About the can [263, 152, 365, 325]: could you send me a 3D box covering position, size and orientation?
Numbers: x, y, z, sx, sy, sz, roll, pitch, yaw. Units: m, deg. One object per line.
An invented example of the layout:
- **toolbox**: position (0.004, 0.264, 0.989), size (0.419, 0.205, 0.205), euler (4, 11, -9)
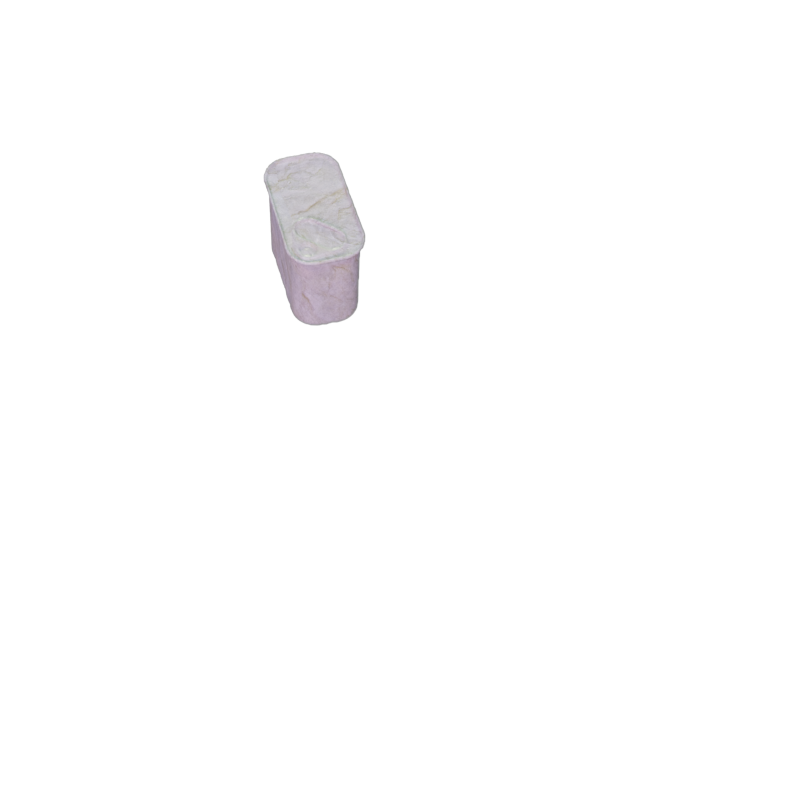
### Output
- **can**: position (-0.064, -0.117, 0.823), size (0.057, 0.110, 0.078), euler (-12, -34, -11)
